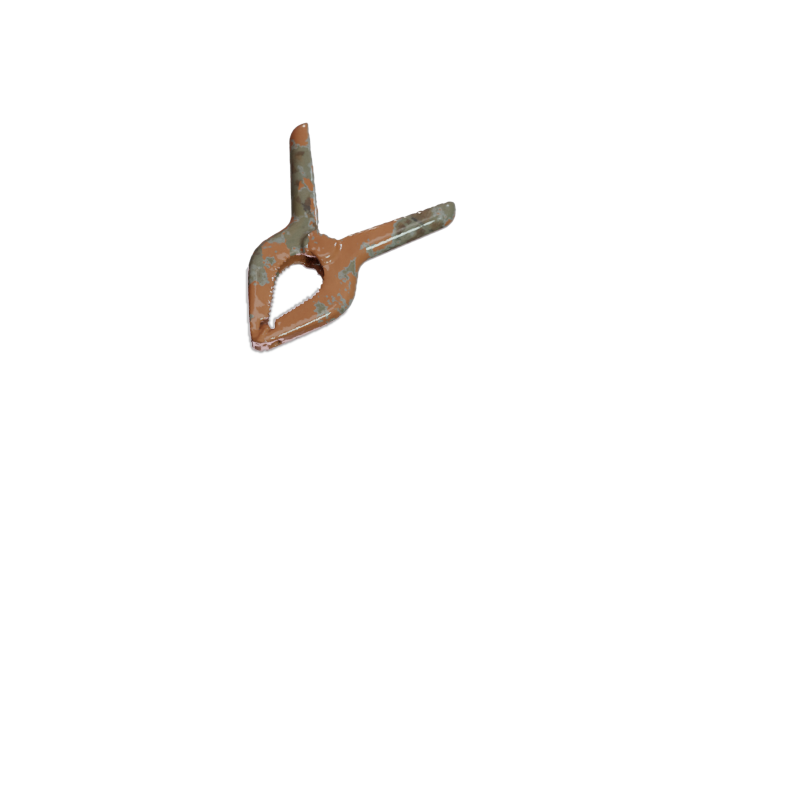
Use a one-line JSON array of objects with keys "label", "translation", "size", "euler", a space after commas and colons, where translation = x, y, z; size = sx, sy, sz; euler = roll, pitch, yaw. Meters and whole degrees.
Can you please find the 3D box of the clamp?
[{"label": "clamp", "translation": [-0.075, -0.136, 0.956], "size": [0.170, 0.214, 0.034], "euler": [35, -20, 14]}]
